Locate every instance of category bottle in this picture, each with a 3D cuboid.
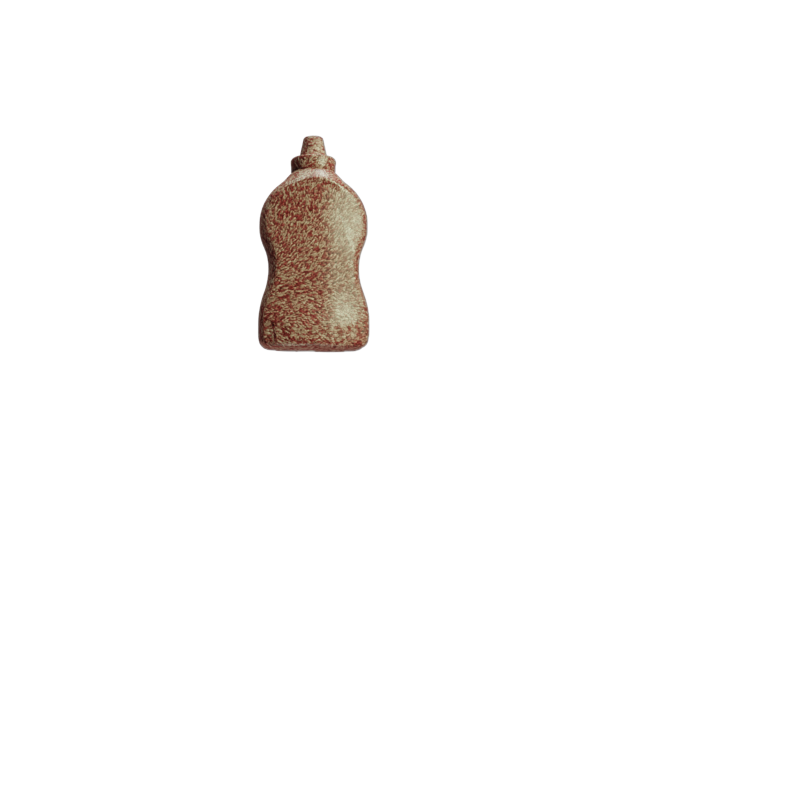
[{"bbox_3d":[-0.077,-0.140,0.982,0.095,0.197,0.057,0,-10,-6],"label":"bottle"}]
